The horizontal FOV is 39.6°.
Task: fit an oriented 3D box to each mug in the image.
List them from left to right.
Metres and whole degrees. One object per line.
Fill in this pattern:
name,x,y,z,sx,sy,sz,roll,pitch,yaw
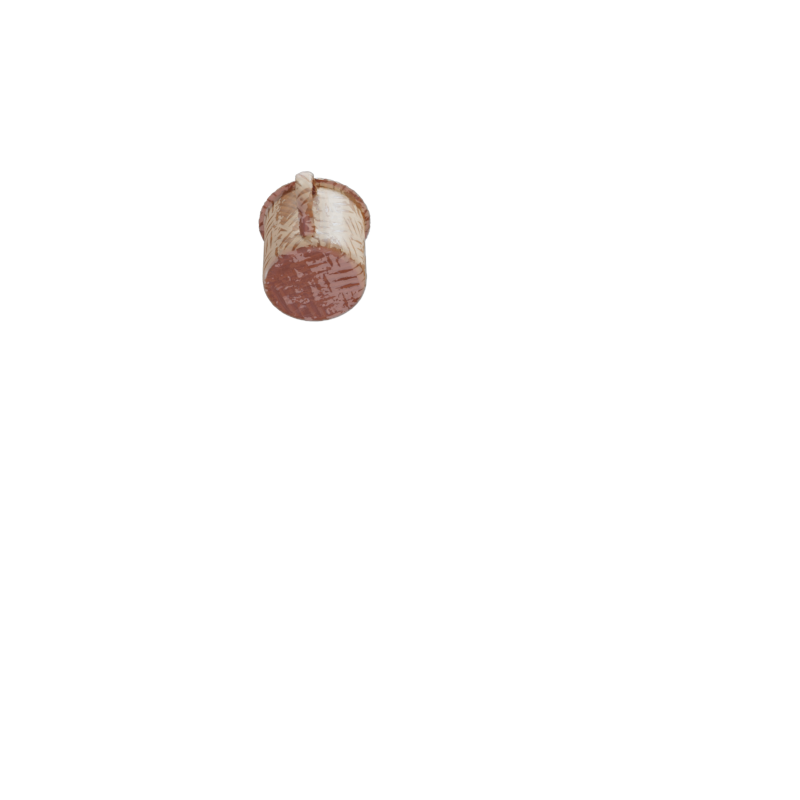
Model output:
mug,-0.069,-0.126,0.881,0.093,0.109,0.087,-3,42,1
